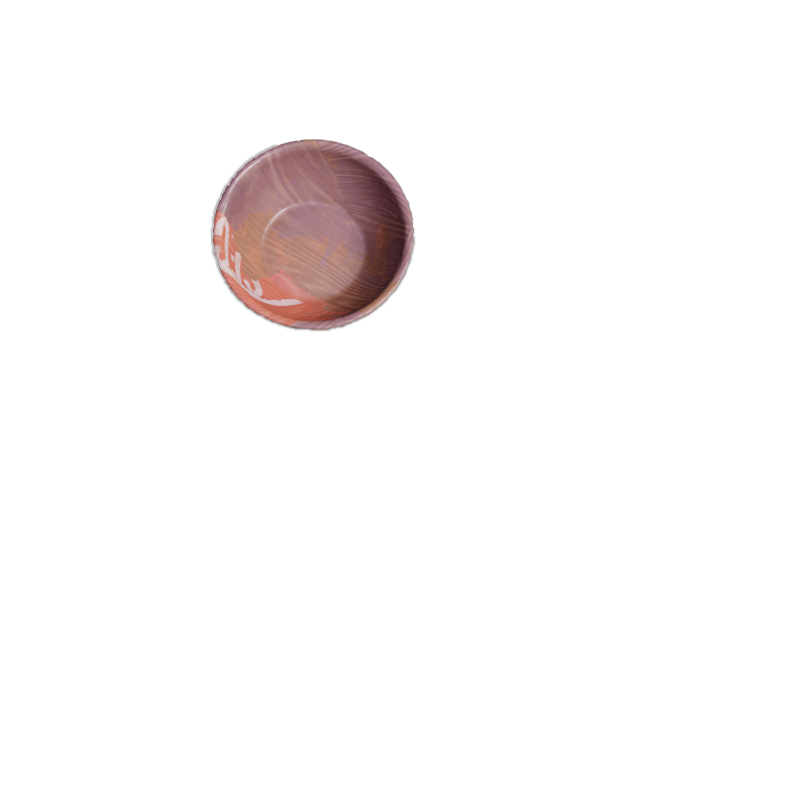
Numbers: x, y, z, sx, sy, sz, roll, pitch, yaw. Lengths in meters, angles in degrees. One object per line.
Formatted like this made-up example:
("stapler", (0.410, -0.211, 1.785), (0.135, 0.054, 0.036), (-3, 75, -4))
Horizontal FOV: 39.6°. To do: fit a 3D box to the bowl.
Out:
("bowl", (-0.071, -0.130, 0.909), (0.162, 0.169, 0.053), (-1, -16, -1))
